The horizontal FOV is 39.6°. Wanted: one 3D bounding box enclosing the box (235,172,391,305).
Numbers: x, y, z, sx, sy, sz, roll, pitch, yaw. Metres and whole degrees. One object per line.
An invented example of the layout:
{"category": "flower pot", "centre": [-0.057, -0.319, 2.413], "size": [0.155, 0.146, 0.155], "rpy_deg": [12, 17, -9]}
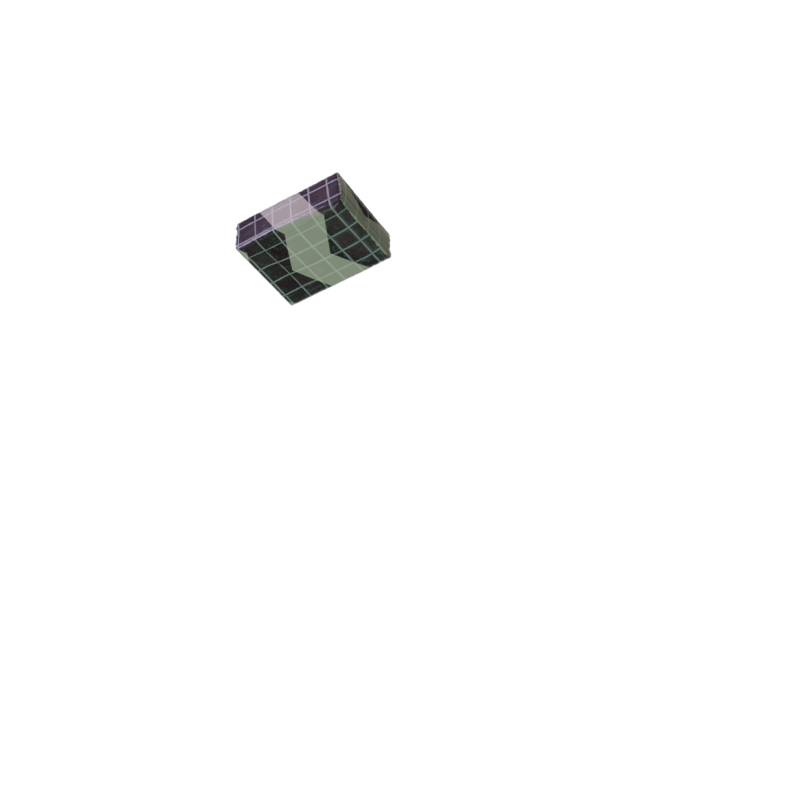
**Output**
{"category": "box", "centre": [-0.078, -0.143, 0.999], "size": [0.114, 0.042, 0.083], "rpy_deg": [-22, -46, 23]}
